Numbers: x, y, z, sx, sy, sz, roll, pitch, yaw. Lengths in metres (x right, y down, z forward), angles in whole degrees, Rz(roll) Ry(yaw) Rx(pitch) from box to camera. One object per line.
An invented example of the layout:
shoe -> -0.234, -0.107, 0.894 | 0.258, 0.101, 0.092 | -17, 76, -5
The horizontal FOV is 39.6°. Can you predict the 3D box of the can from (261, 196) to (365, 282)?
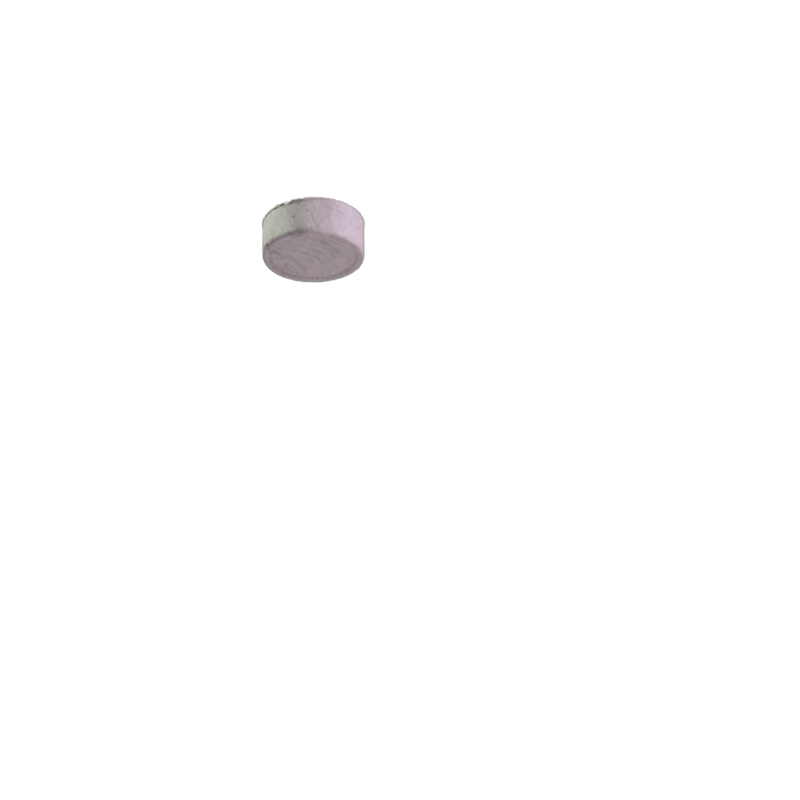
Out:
can -> -0.072, -0.130, 0.913 | 0.086, 0.036, 0.081 | 1, -25, -2
